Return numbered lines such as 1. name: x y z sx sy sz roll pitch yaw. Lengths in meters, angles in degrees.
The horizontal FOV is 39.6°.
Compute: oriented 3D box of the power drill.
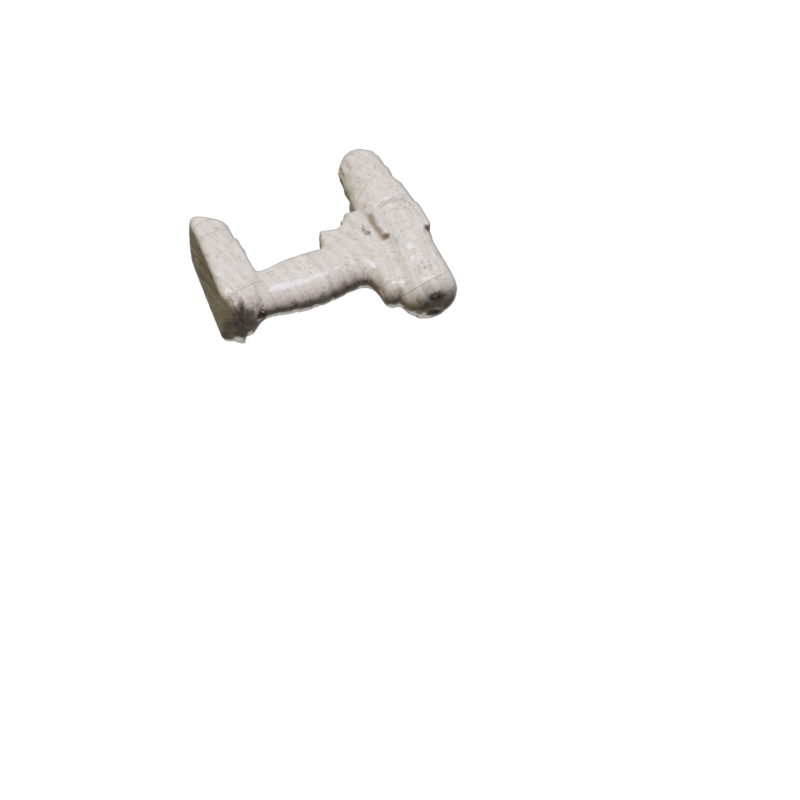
1. power drill: -0.069 -0.126 0.883 0.186 0.053 0.200 -15 48 -14
